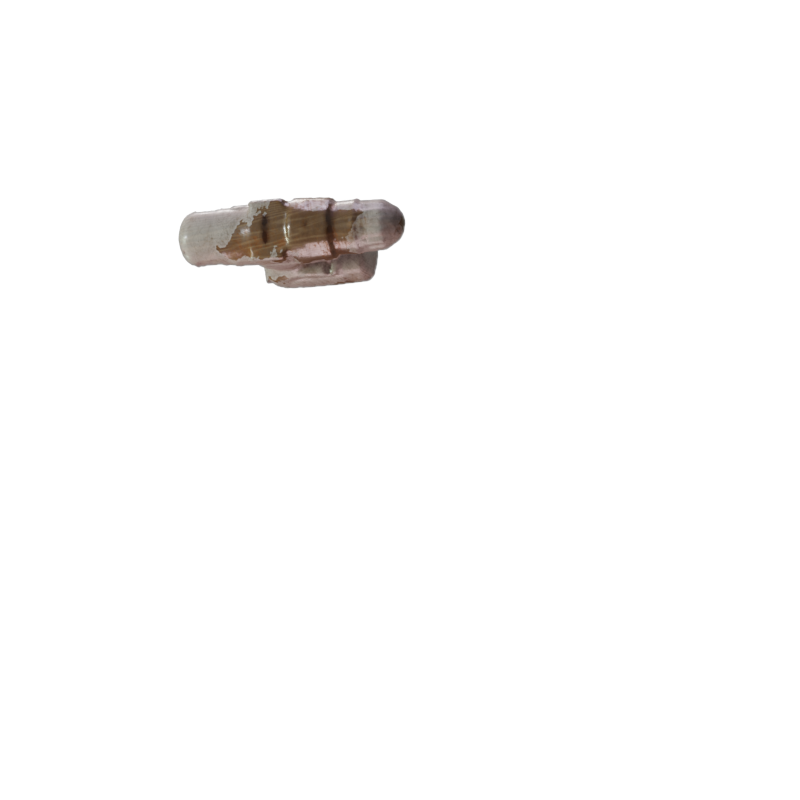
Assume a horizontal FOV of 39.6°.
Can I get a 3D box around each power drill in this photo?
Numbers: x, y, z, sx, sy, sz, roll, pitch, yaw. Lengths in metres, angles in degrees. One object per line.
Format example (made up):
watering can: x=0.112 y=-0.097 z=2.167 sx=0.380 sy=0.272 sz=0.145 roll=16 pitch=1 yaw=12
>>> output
power drill: x=-0.074 y=-0.135 z=0.947 sx=0.188 sy=0.058 sz=0.182 roll=-1 pitch=-2 yaw=13
